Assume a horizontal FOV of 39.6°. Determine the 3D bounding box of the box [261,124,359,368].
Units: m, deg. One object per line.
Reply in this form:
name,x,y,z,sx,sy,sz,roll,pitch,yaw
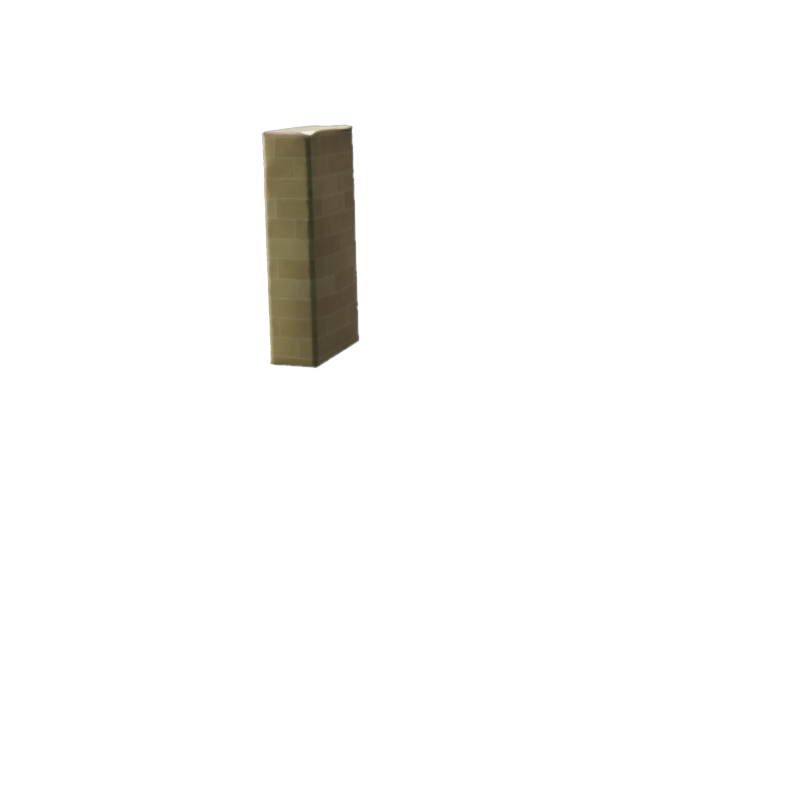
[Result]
box,-0.067,-0.122,0.855,0.049,0.172,0.093,4,12,19
